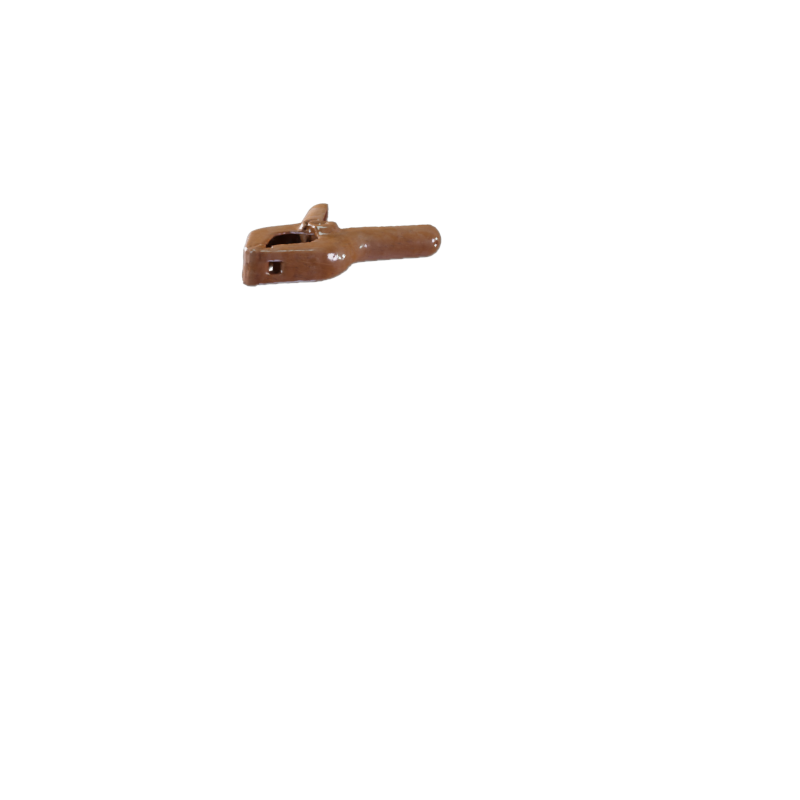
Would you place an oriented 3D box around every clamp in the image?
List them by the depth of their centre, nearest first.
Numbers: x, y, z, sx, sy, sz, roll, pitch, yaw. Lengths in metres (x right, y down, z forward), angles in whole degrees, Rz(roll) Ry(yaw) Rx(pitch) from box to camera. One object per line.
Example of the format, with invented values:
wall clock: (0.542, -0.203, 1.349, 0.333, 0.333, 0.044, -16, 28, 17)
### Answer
clamp: (-0.065, -0.118, 0.830, 0.126, 0.038, 0.168, 15, 22, 41)
